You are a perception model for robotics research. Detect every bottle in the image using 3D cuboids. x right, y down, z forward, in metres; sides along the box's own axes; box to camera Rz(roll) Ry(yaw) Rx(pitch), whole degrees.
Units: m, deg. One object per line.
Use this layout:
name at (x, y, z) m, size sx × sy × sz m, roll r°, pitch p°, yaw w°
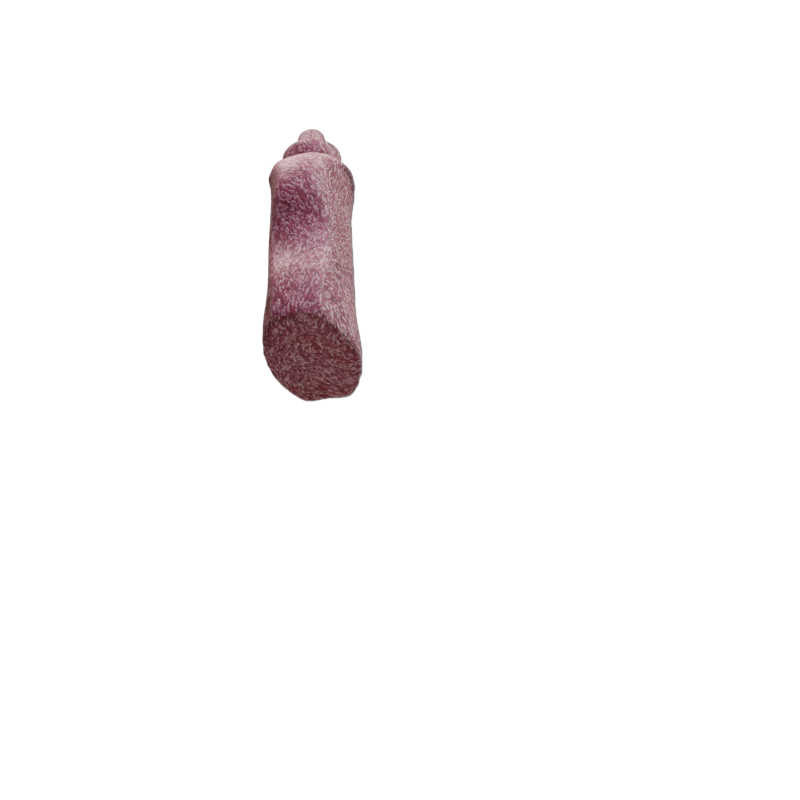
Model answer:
bottle at (-0.057, -0.103, 0.724) m, size 0.059 × 0.205 × 0.089 m, roll -9°, pitch -36°, yaw 9°
